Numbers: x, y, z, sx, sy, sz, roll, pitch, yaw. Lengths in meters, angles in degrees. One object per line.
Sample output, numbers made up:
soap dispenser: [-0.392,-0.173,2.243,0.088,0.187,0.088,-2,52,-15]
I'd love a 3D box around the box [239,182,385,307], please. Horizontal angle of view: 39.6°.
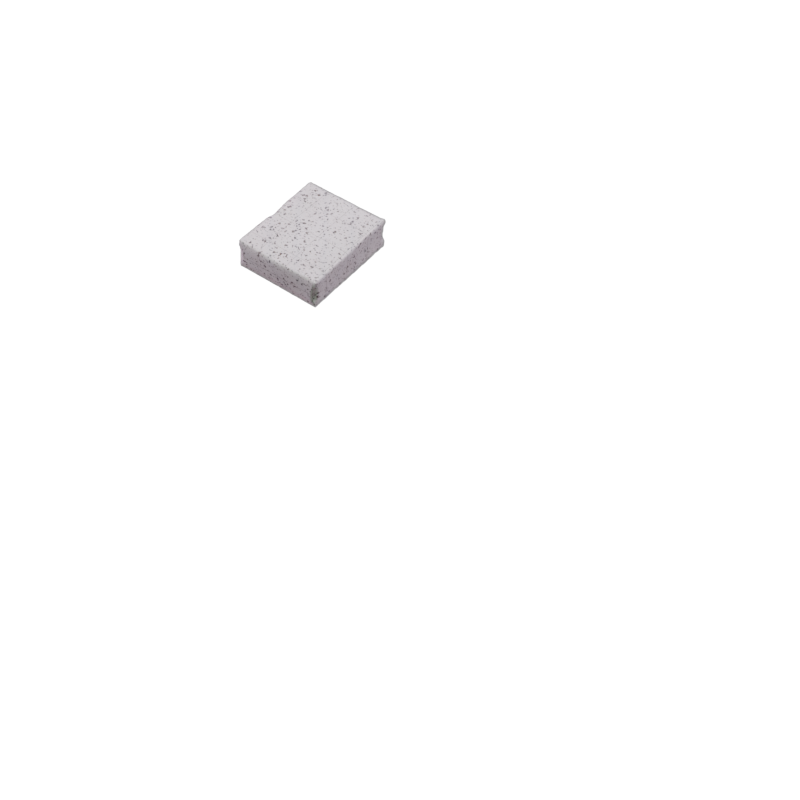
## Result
box: [-0.065,-0.119,0.833,0.077,0.028,0.091,29,53,24]
